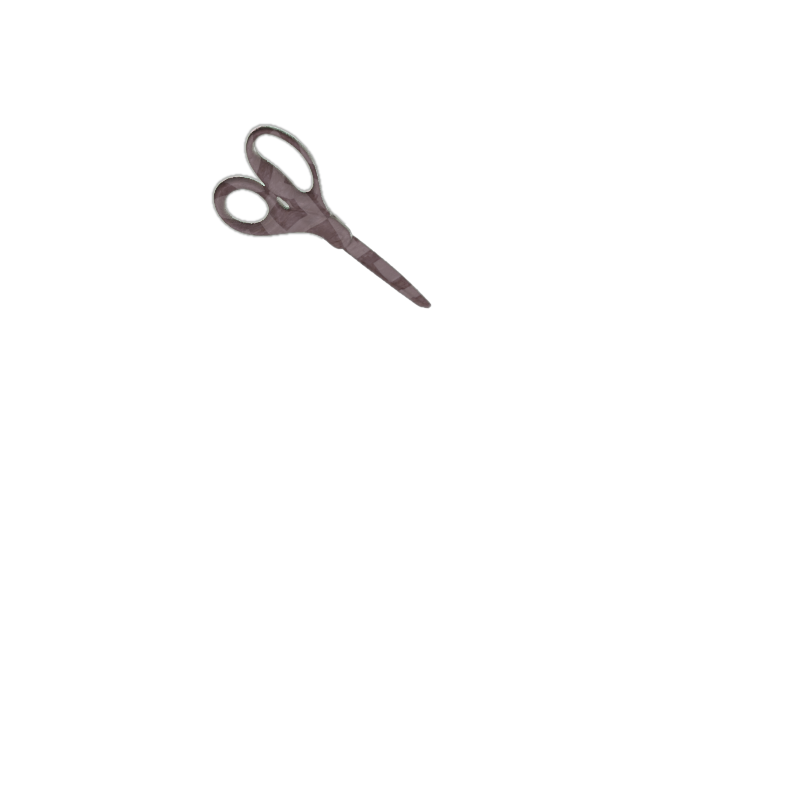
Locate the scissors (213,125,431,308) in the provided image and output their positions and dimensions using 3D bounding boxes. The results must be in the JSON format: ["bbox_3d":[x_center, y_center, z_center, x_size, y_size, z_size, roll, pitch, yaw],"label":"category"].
[{"bbox_3d":[-0.069,-0.126,0.881,0.096,0.193,0.016,-33,17,12],"label":"scissors"}]
